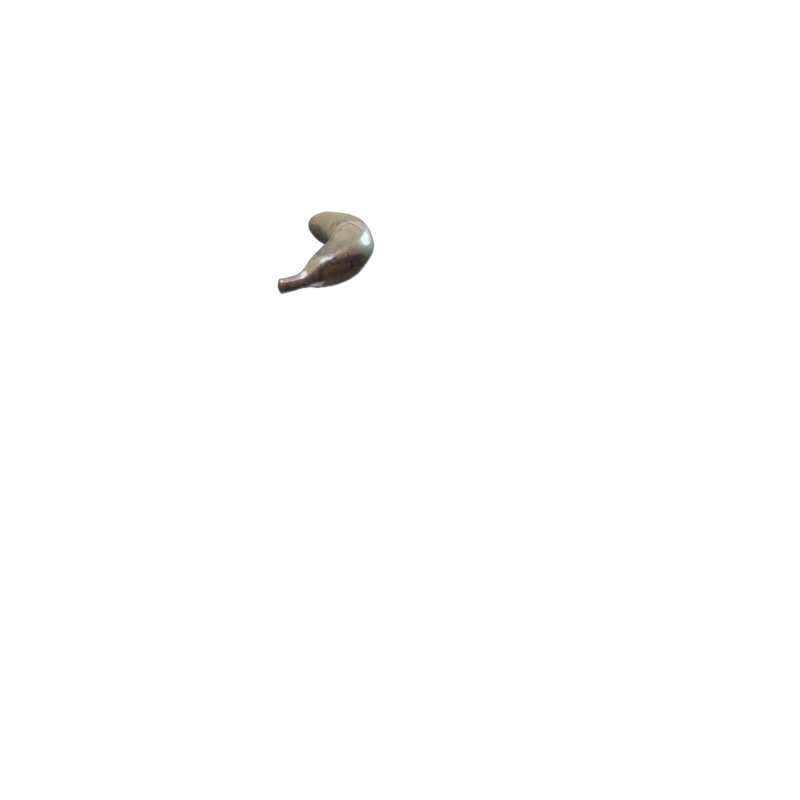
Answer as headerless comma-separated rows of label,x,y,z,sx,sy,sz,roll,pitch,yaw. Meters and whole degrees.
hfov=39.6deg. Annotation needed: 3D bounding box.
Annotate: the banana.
banana,-0.056,-0.133,0.943,0.070,0.035,0.204,1,21,3
